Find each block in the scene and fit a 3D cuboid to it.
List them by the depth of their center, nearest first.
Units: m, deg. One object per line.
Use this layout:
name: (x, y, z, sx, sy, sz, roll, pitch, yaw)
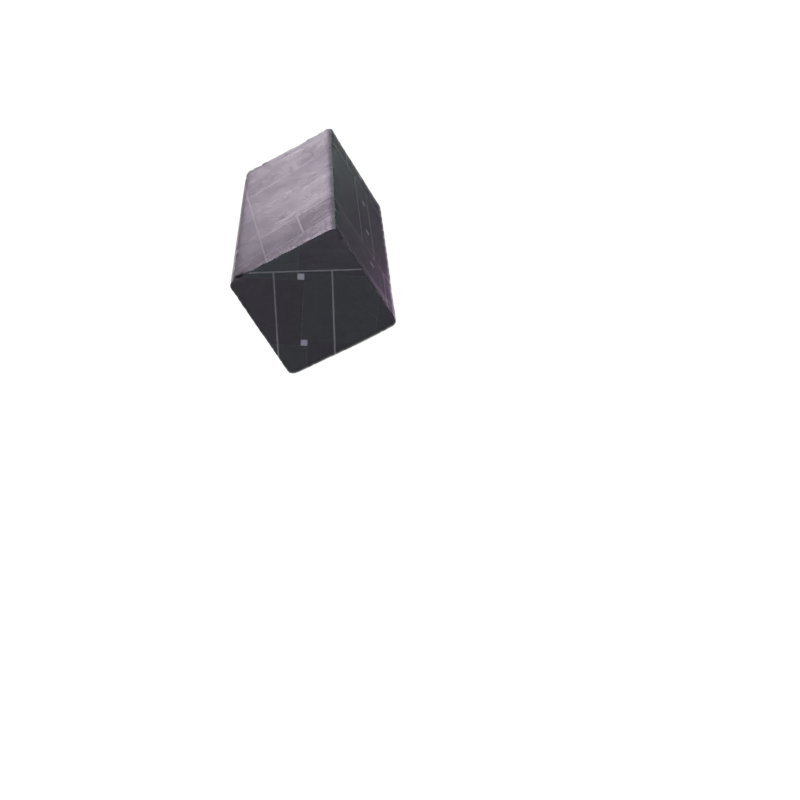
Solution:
block: (-0.069, -0.124, 0.875, 0.090, 0.085, 0.219, -27, 29, 12)
